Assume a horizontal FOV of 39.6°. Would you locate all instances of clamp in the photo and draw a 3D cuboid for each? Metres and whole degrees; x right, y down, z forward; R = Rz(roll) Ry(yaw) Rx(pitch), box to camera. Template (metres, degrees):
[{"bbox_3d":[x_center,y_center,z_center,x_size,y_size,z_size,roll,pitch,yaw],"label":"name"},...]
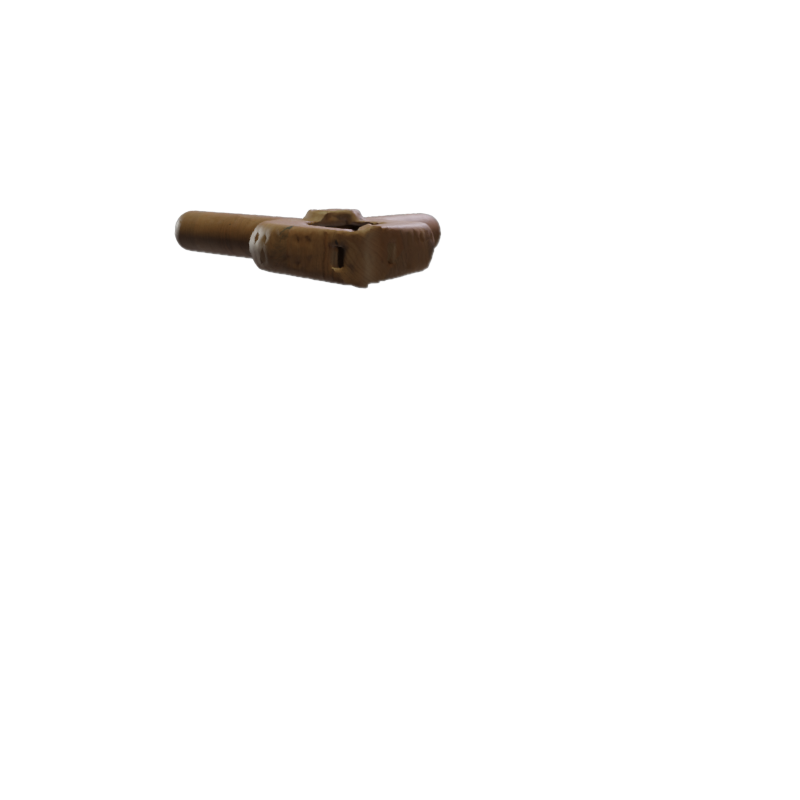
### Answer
[{"bbox_3d":[-0.047,-0.086,0.603,0.164,0.036,0.215,-1,12,-4],"label":"clamp"}]
